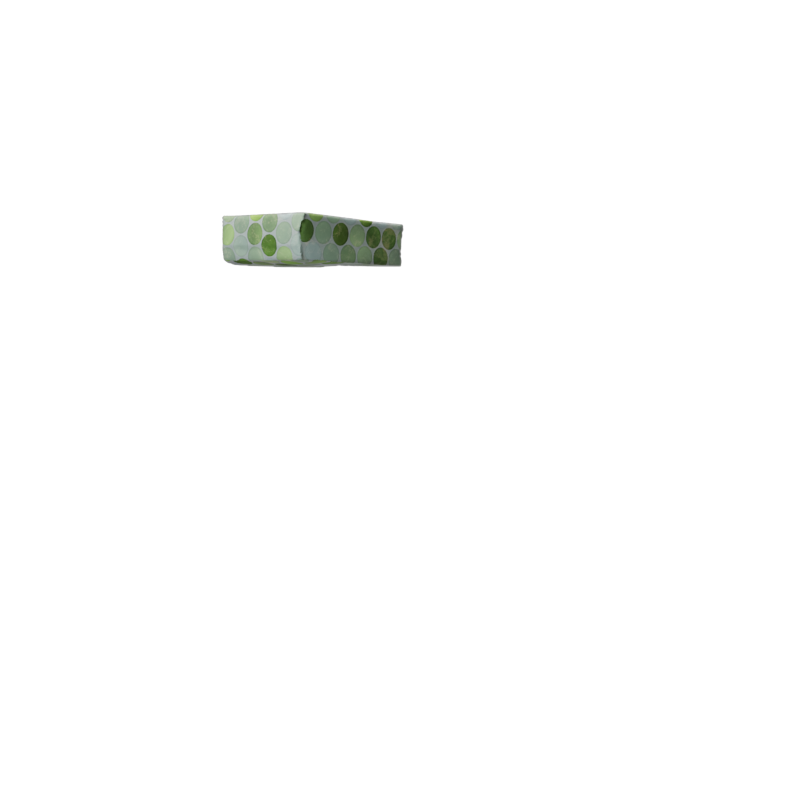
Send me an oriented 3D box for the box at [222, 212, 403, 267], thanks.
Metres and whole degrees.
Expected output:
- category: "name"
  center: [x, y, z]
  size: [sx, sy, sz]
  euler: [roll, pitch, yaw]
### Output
- category: "box"
  center: [-0.067, -0.122, 0.851]
  size: [0.093, 0.039, 0.109]
  euler: [4, 6, 42]
